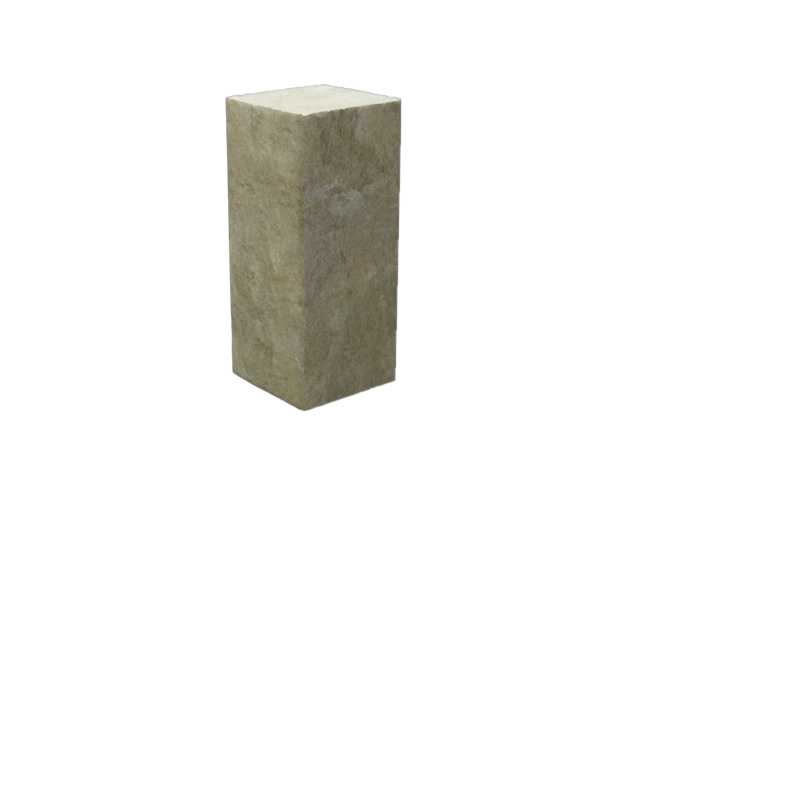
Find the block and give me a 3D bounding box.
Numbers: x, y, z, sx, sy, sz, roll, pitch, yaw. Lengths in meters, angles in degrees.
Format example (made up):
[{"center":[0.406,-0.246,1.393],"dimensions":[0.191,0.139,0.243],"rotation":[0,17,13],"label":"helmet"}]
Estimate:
[{"center":[-0.061,-0.112,0.783],"dimensions":[0.089,0.198,0.096],"rotation":[-14,24,-38],"label":"block"}]
